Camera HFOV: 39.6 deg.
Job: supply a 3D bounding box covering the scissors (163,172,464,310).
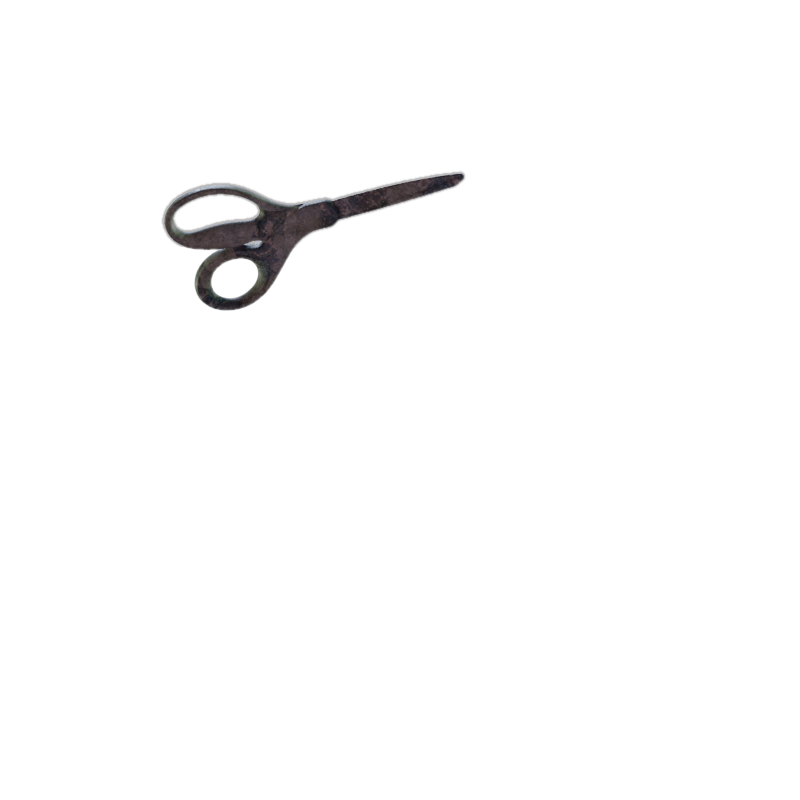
[{"bbox_3d":[-0.059,-0.107,0.751,0.201,0.092,0.016,0,17,0],"label":"scissors"}]
